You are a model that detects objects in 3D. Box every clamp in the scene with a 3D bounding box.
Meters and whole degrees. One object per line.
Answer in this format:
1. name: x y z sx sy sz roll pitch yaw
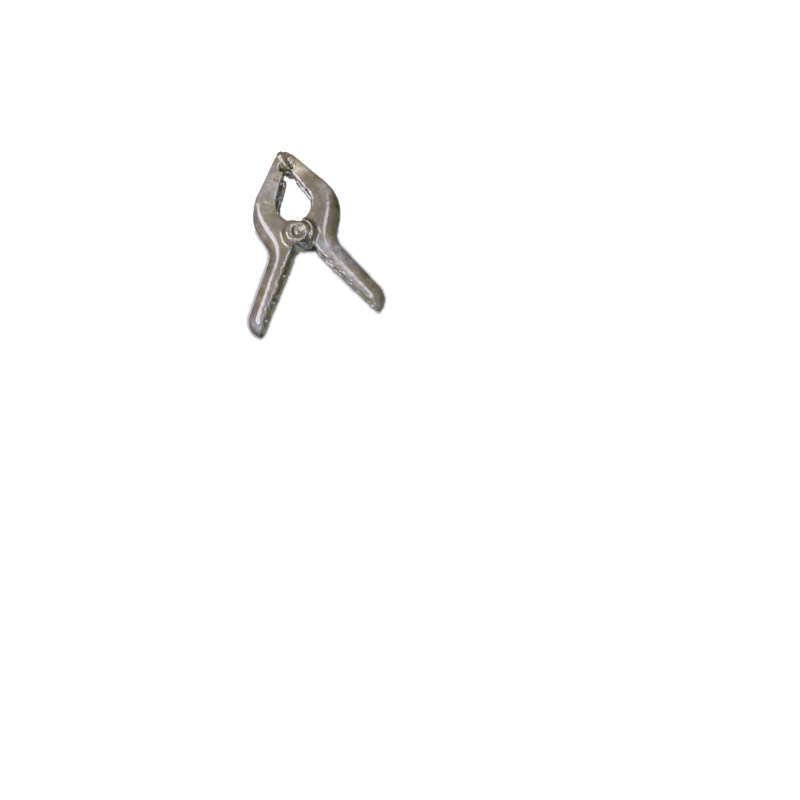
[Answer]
1. clamp: -0.077 -0.141 0.990 0.120 0.179 0.038 -3 -17 -1
